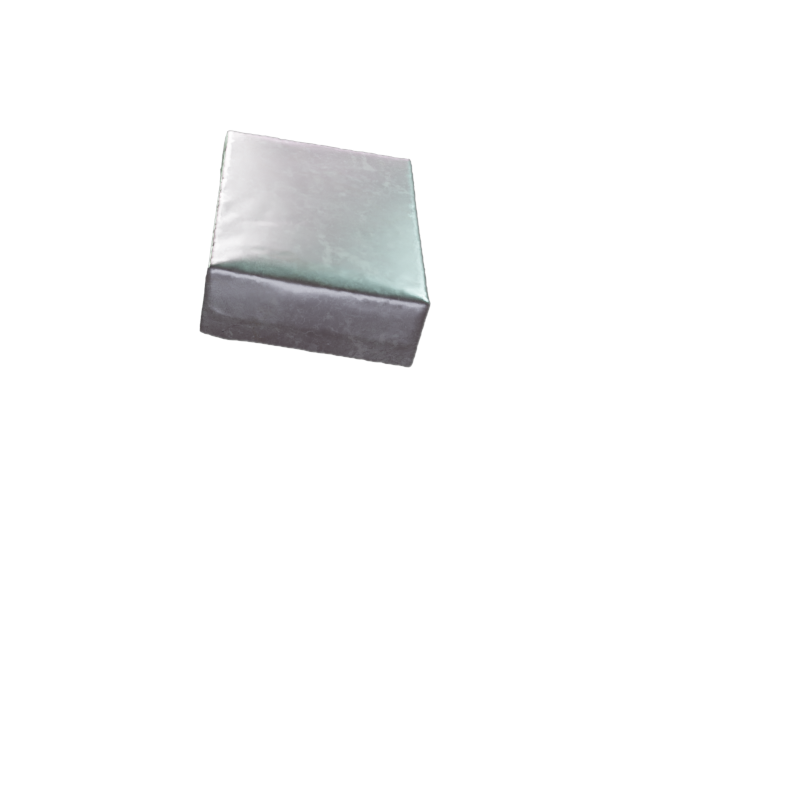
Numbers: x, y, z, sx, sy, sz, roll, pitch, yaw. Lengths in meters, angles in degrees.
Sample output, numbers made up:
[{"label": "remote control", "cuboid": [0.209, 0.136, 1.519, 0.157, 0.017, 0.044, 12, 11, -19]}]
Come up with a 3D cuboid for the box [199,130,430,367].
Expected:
[{"label": "box", "cuboid": [-0.070, -0.127, 0.889, 0.162, 0.068, 0.229, 7, 37, -8]}]
